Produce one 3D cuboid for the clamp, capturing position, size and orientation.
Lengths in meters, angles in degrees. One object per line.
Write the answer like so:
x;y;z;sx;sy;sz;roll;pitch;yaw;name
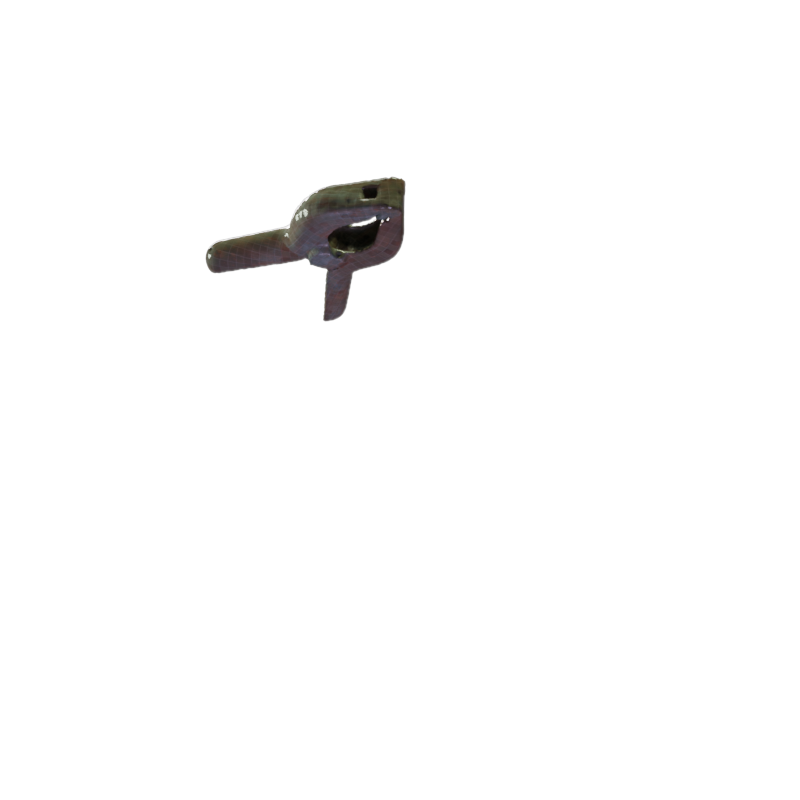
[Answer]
-0.062;-0.114;0.796;0.115;0.042;0.167;14;-31;-25;clamp
